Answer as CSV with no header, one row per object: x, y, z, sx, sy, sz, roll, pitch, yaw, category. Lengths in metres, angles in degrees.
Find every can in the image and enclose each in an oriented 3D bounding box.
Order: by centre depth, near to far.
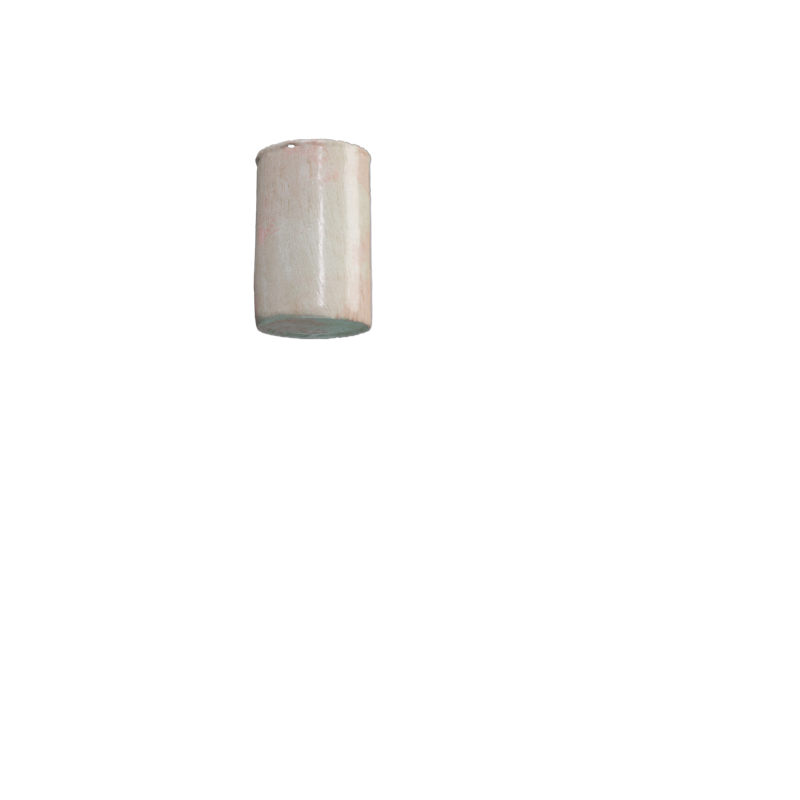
-0.050,-0.091,0.636,0.068,0.106,0.066,0,-13,-2,can
